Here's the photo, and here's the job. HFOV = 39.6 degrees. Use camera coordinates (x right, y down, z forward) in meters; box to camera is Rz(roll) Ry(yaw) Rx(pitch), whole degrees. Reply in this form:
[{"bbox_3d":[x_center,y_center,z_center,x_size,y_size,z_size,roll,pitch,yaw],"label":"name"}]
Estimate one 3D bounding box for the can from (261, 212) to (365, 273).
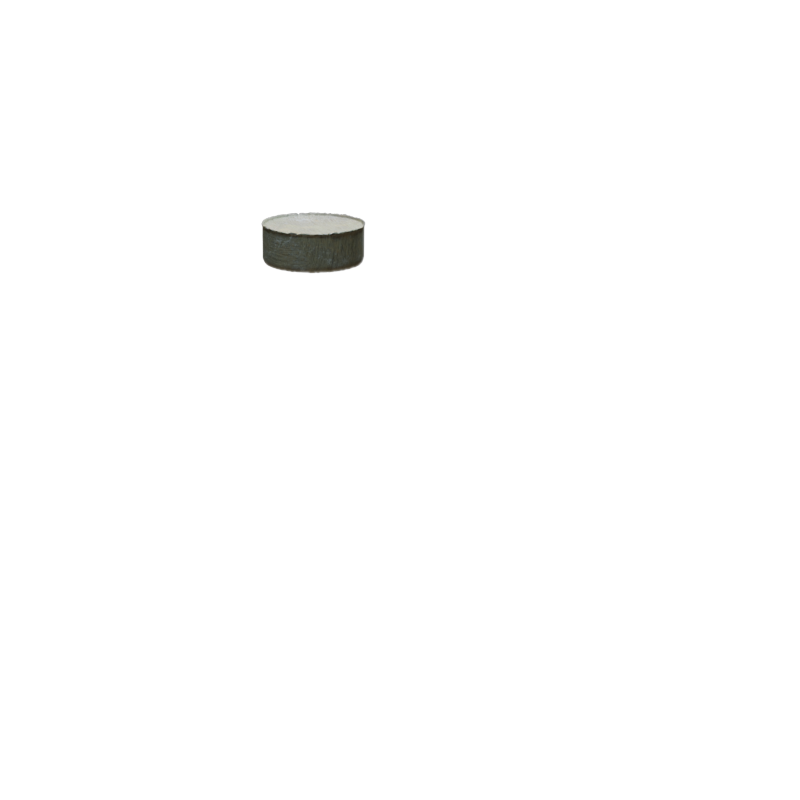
[{"bbox_3d":[-0.072,-0.131,0.920,0.086,0.032,0.089,-1,20,-2],"label":"can"}]
